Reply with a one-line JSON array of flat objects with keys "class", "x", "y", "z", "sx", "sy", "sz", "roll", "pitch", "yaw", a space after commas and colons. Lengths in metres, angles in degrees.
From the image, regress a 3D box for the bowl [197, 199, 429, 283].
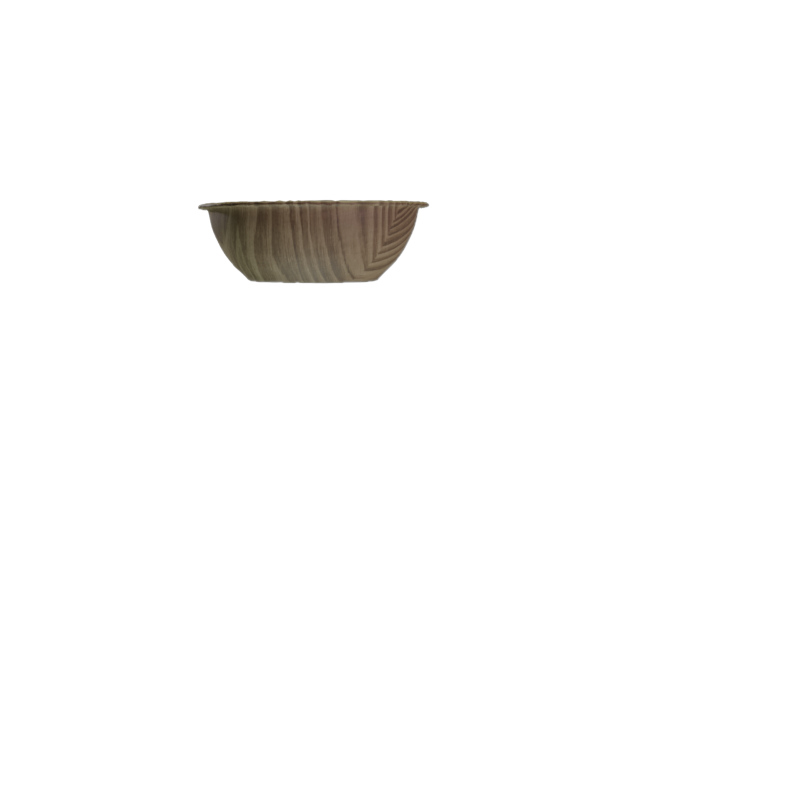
[{"class": "bowl", "x": -0.061, "y": -0.111, "z": 0.778, "sx": 0.162, "sy": 0.055, "sz": 0.164, "roll": 0, "pitch": 8, "yaw": -2}]
